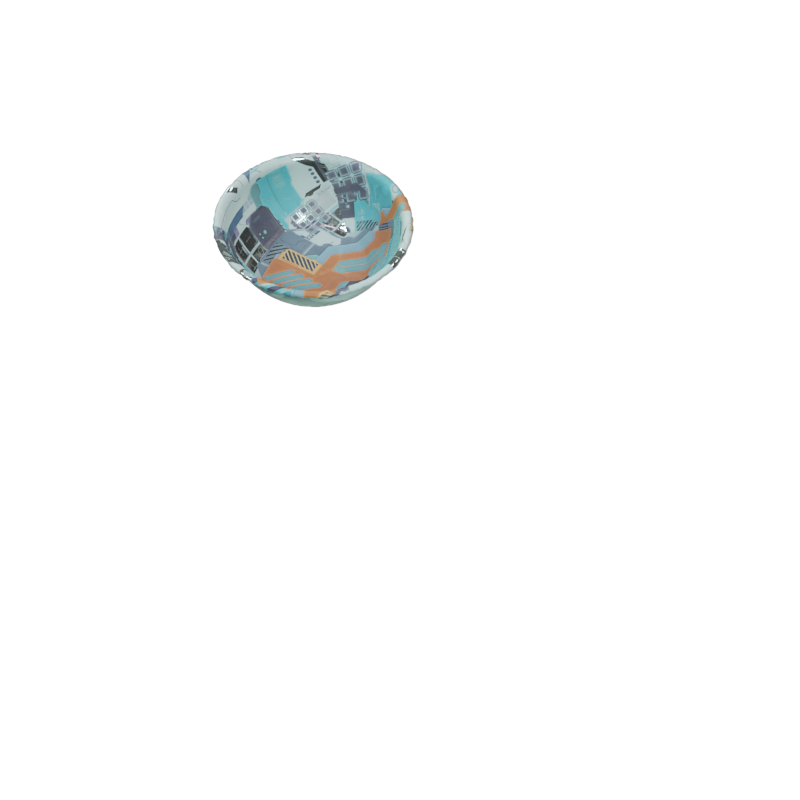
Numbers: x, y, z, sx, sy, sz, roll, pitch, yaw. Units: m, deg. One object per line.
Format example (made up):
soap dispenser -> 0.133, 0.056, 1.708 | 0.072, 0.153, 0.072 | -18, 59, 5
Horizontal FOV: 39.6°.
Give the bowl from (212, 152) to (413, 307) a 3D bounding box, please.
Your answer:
bowl -> -0.071, -0.130, 0.912 | 0.162, 0.174, 0.051 | -1, -39, -1
